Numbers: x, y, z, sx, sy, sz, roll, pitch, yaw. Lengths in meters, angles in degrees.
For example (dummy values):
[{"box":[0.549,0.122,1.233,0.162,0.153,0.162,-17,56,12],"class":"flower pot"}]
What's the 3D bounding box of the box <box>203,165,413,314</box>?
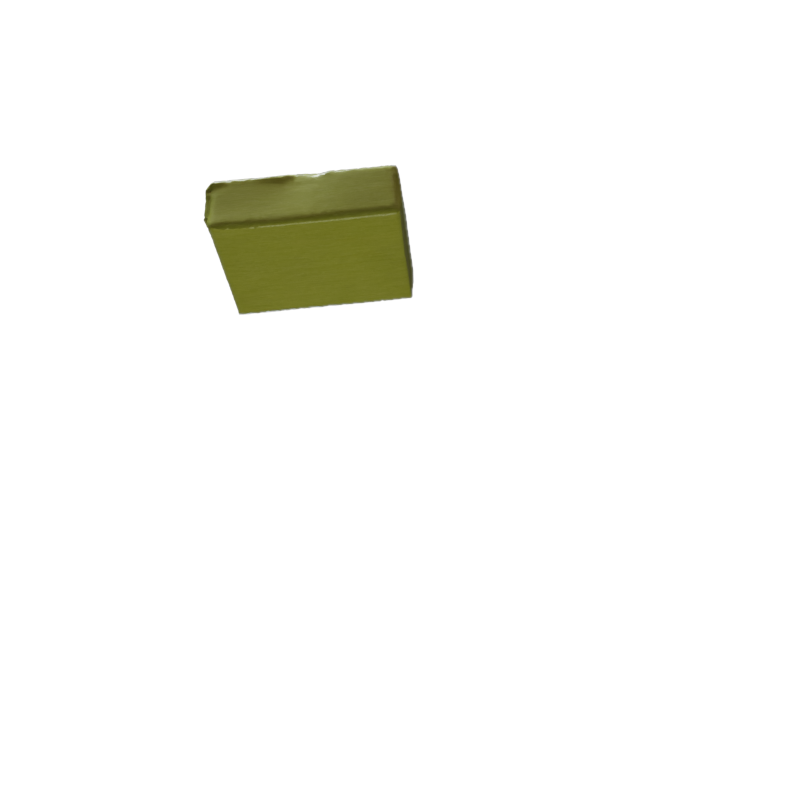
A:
[{"box":[-0.041,-0.075,0.522,0.090,0.032,0.068,-4,-31,6],"class":"box"}]
